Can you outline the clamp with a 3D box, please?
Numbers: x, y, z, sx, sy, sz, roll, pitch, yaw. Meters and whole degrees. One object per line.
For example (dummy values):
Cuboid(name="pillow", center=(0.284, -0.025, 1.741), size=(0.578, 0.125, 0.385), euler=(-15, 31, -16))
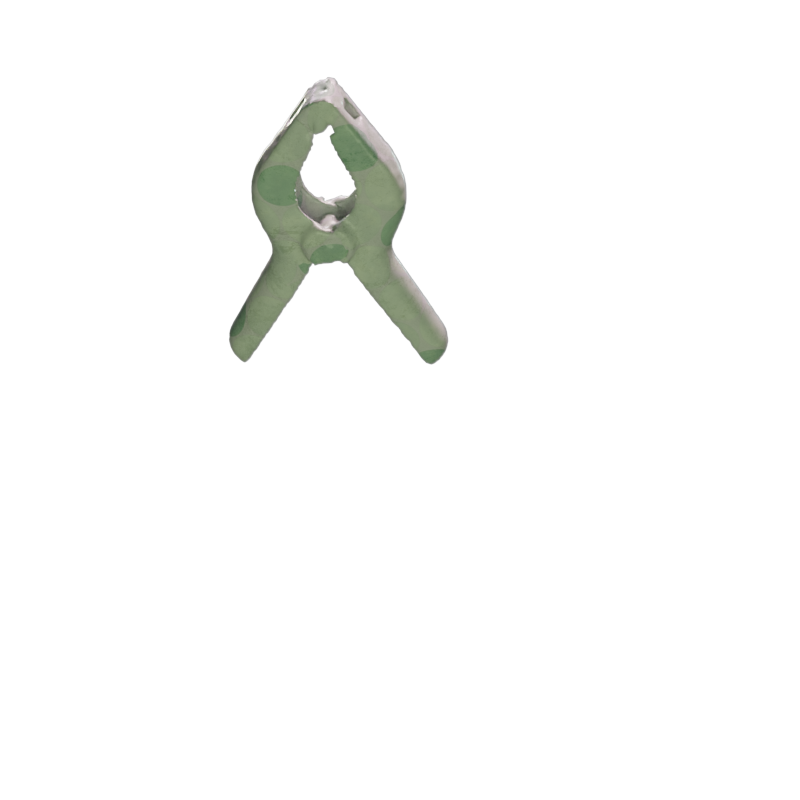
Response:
Cuboid(name="clamp", center=(-0.046, -0.083, 0.583), size=(0.121, 0.160, 0.042), euler=(-9, 31, 5))
